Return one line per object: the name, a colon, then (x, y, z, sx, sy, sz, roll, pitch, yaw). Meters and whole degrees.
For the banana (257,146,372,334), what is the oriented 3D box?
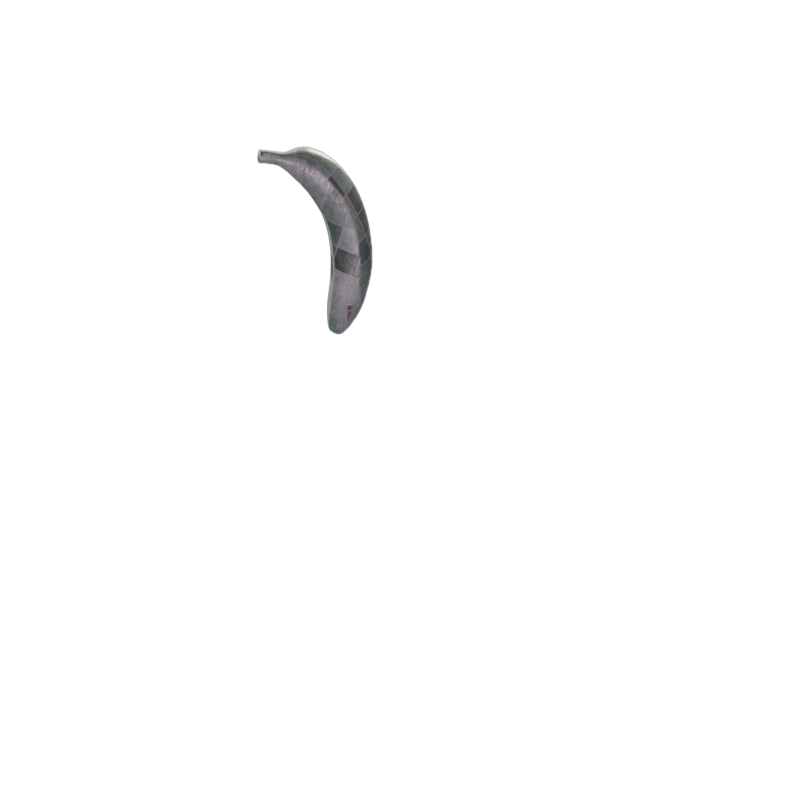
banana: (-0.060, -0.148, 0.975, 0.070, 0.185, 0.039, -17, 29, 9)
